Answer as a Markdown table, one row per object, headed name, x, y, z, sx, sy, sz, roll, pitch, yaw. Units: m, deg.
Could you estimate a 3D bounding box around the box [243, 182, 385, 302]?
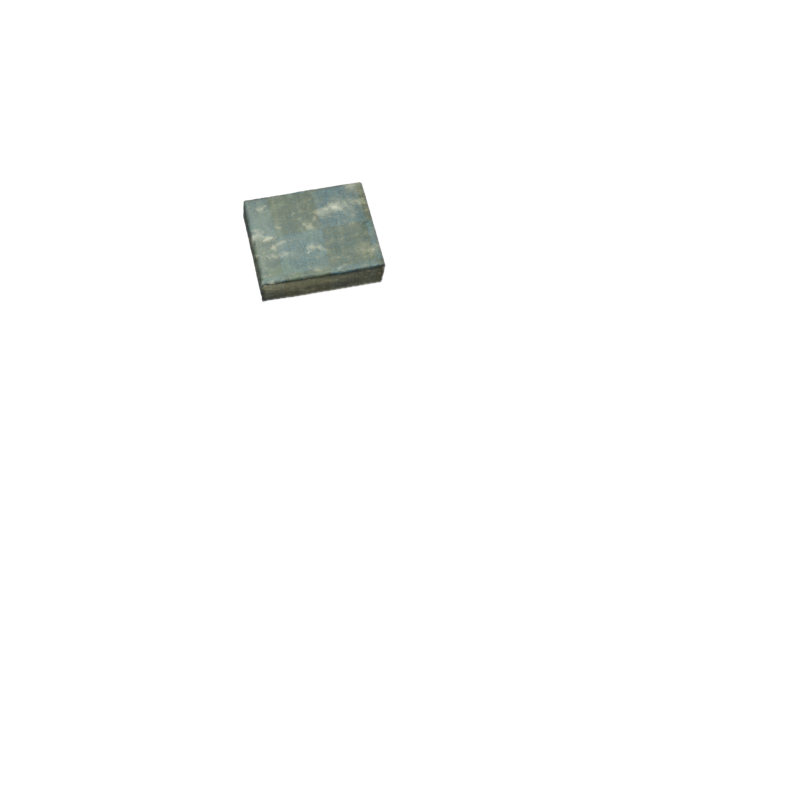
| name | x | y | z | sx | sy | sz | roll | pitch | yaw |
| --- | --- | --- | --- | --- | --- | --- | --- | --- | --- |
| box | -0.078 | -0.142 | 0.993 | 0.113 | 0.096 | 0.037 | -12 | -28 | -7 |
